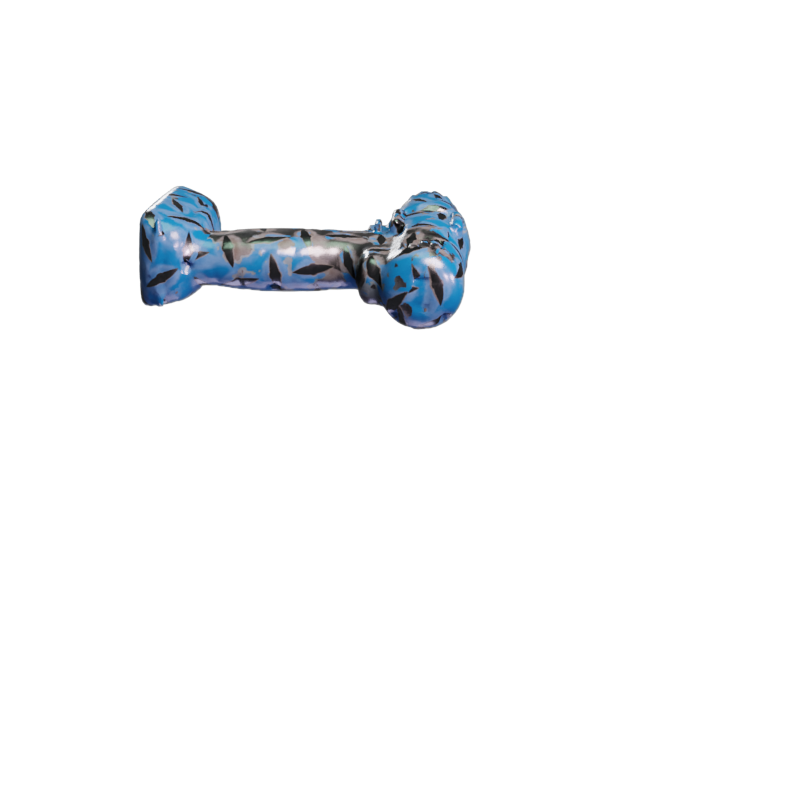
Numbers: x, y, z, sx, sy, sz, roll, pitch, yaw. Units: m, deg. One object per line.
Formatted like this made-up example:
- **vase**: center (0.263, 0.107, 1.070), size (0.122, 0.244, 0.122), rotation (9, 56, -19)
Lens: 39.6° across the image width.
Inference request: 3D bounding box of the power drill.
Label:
- **power drill**: center (-0.052, -0.095, 0.666), size (0.189, 0.055, 0.190), rotation (2, 20, 4)
